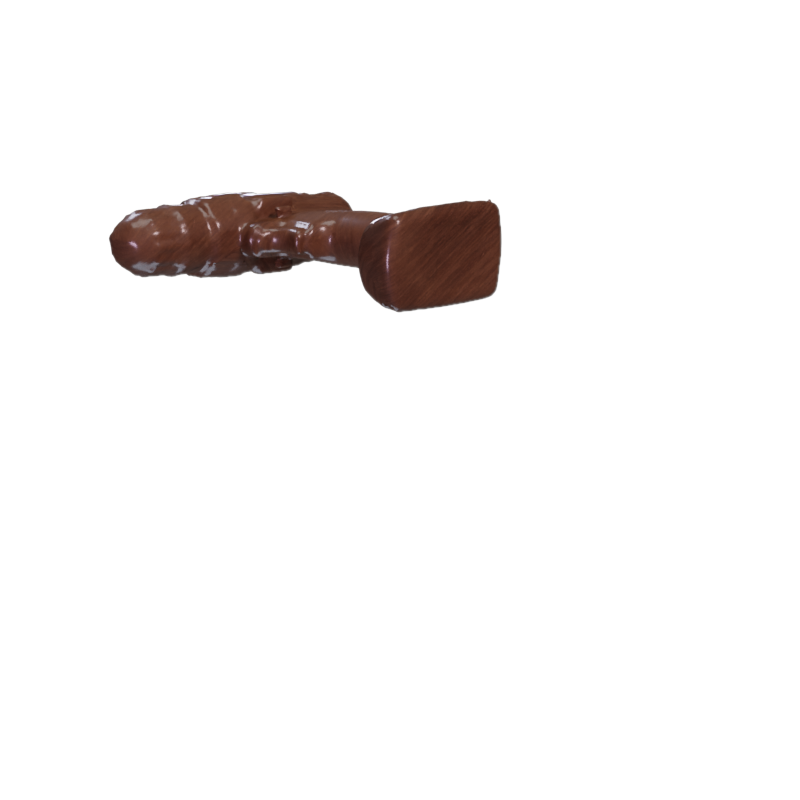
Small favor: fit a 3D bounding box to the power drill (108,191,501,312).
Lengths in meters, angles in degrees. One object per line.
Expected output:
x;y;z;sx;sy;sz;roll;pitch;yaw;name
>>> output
-0.051;-0.093;0.653;0.198;0.056;0.180;15;22;41;power drill
